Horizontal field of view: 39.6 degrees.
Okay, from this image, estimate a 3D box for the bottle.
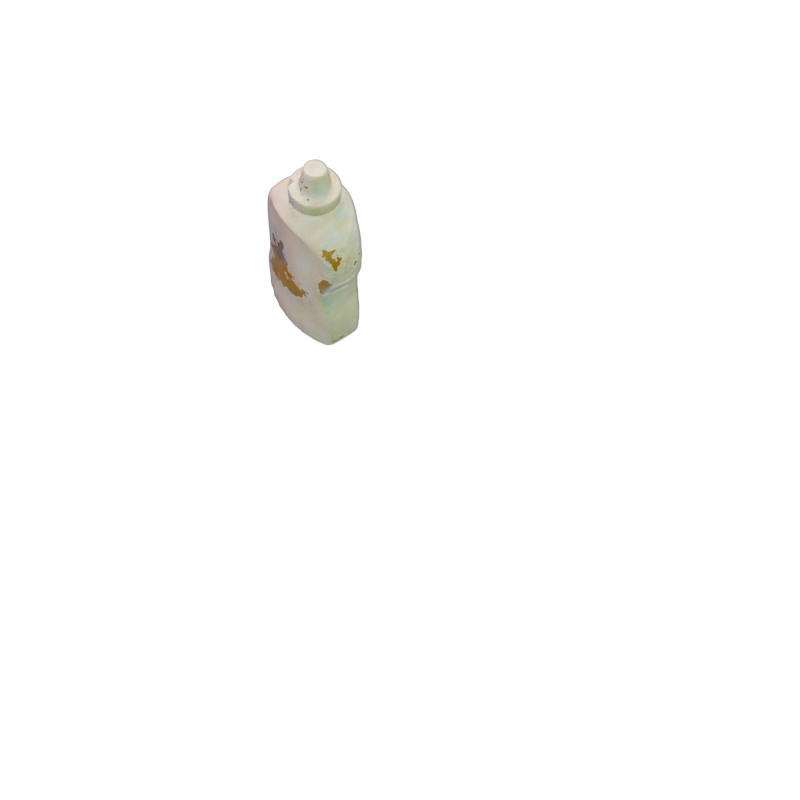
[{"bbox_3d":[-0.069,-0.128,0.891,0.058,0.102,0.180,-29,-23,-18],"label":"bottle"}]
